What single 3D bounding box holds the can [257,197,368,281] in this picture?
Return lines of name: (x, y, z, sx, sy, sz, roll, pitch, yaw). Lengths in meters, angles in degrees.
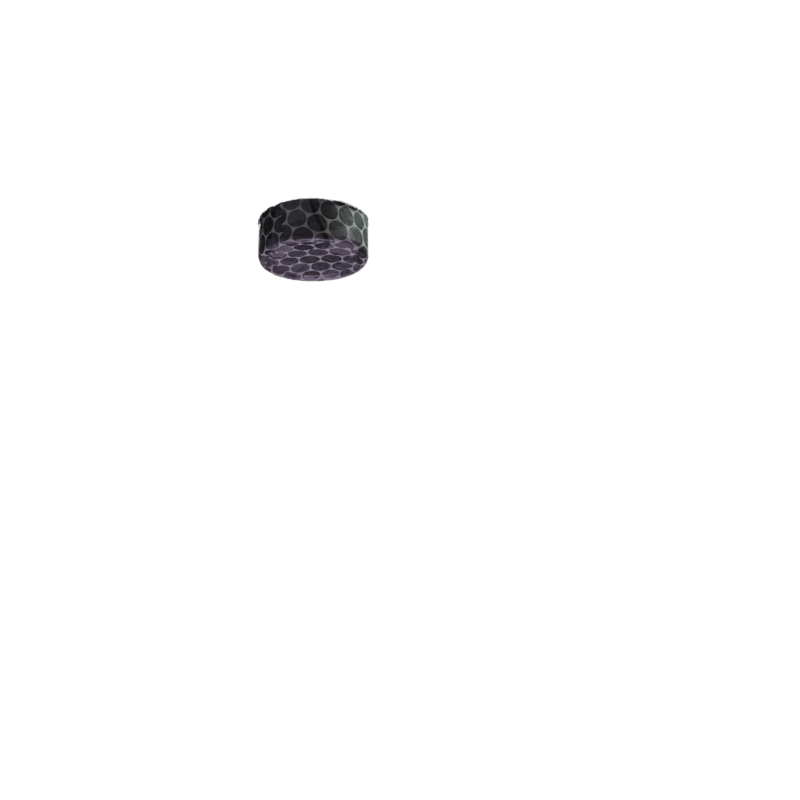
can: (-0.067, -0.121, 0.850, 0.086, 0.035, 0.082, 0, -18, -2)
